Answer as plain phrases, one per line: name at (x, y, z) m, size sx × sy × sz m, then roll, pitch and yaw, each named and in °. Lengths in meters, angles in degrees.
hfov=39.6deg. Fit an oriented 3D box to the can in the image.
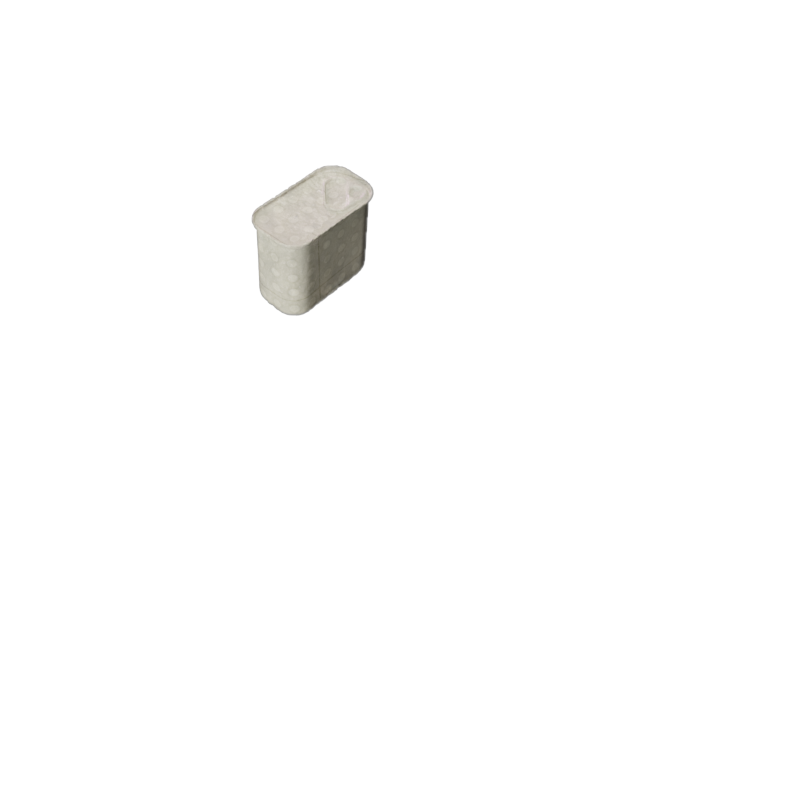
can at (-0.071, -0.129, 0.906) m, size 0.061 × 0.078 × 0.103 m, roll 34°, pitch 56°, yaw 25°
